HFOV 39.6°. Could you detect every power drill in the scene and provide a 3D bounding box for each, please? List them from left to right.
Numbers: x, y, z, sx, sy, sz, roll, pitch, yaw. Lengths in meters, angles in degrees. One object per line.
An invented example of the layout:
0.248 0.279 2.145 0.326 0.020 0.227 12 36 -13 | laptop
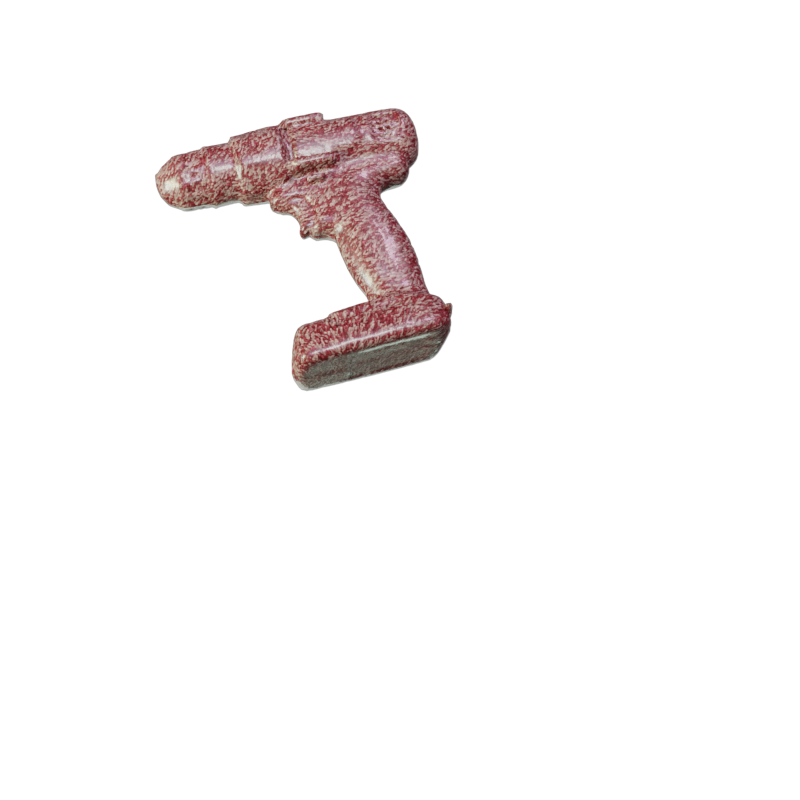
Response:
-0.058 -0.105 0.735 0.183 0.200 0.054 -14 -26 -7 | power drill
